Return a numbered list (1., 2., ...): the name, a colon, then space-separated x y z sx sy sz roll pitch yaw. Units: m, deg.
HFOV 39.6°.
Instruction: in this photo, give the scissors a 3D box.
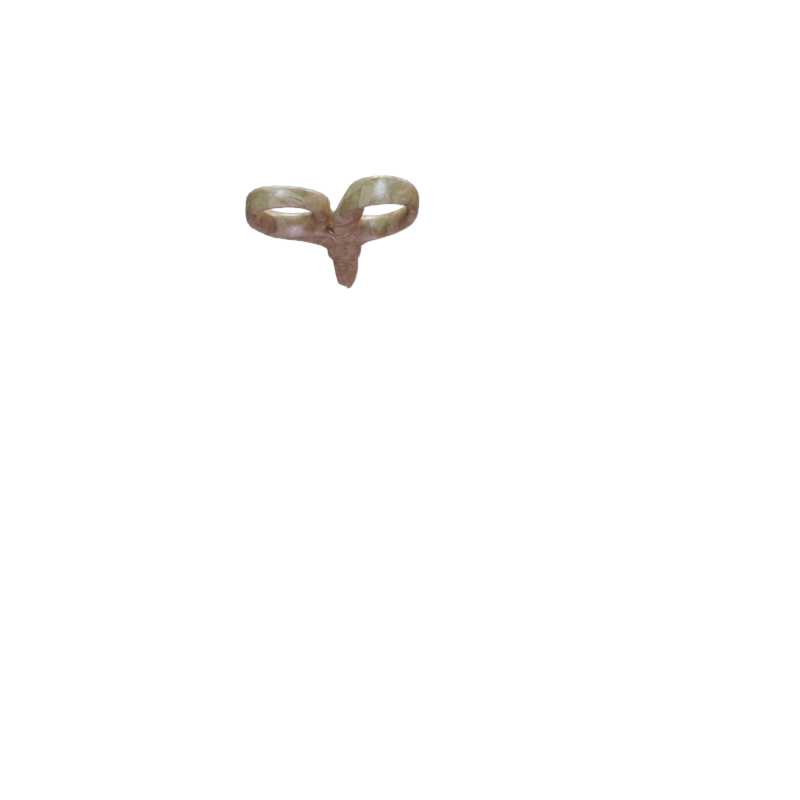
1. scissors: -0.048 -0.088 0.619 0.094 0.016 0.200 2 -8 -17
